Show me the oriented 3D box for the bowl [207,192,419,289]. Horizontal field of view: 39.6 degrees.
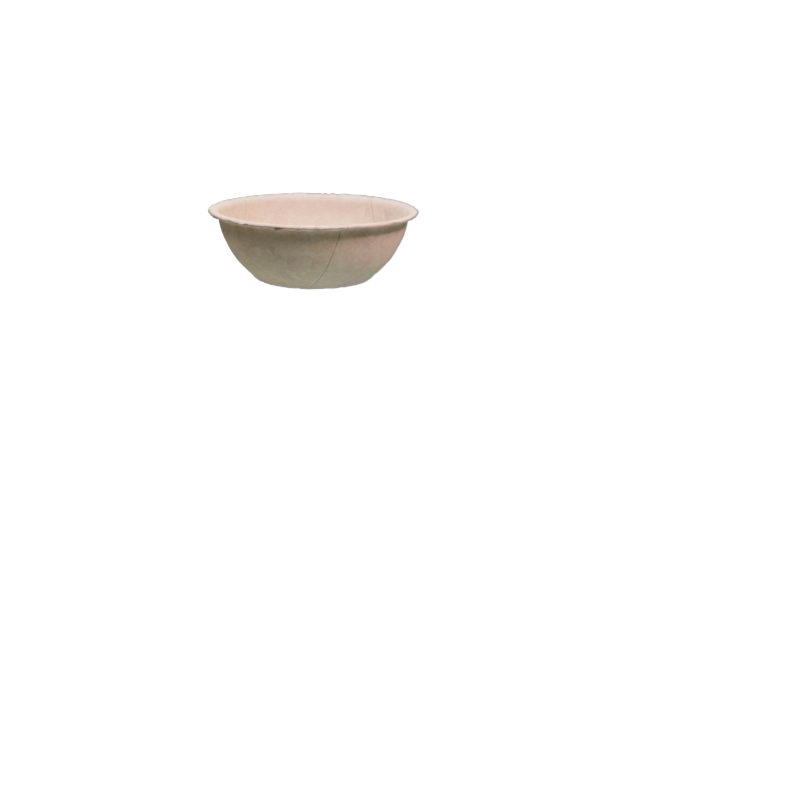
[{"bbox_3d":[-0.067,-0.122,0.858,0.162,0.053,0.168,-1,18,-2],"label":"bowl"}]
